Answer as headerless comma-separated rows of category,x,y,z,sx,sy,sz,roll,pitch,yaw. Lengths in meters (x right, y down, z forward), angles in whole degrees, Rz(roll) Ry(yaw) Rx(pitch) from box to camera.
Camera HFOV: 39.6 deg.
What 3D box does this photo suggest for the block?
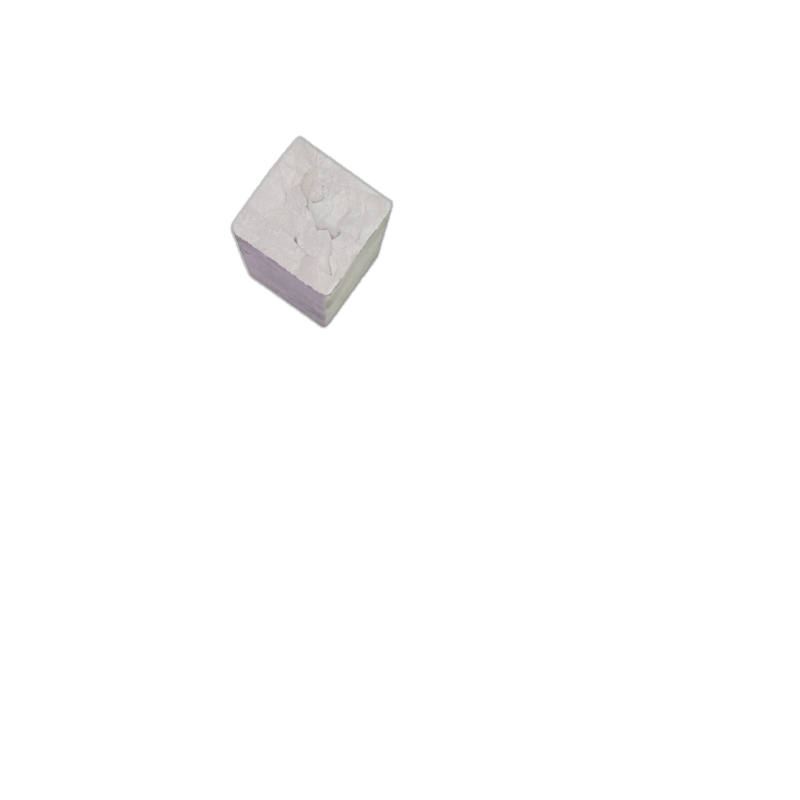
block,-0.072,-0.130,0.916,0.091,0.091,0.203,36,-6,-1
